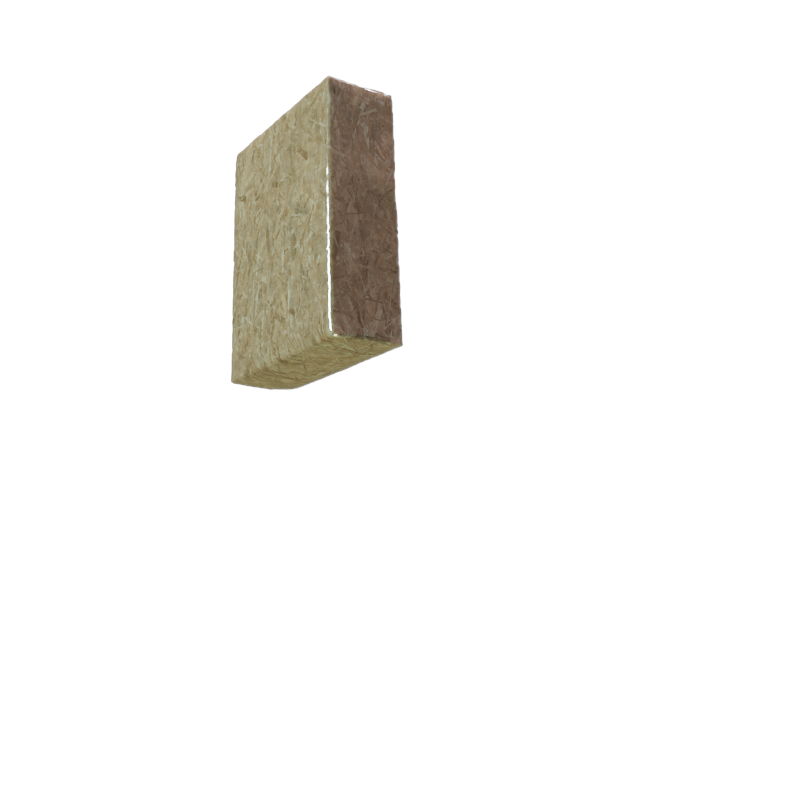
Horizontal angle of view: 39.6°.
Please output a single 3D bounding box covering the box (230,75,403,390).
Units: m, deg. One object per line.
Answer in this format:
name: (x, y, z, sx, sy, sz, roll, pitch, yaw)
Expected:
box: (-0.071, -0.129, 0.905, 0.068, 0.224, 0.164, 12, -23, -32)
